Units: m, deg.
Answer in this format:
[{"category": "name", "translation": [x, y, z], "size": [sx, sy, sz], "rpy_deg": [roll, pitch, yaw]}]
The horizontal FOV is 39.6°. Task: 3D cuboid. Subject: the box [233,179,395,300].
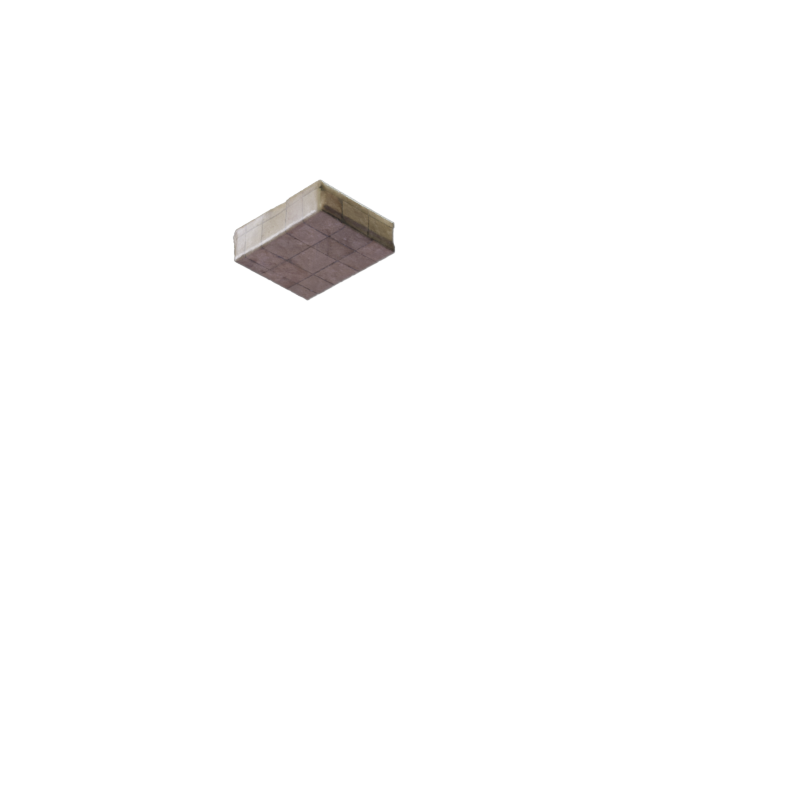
[{"category": "box", "translation": [-0.060, -0.109, 0.765], "size": [0.089, 0.032, 0.068], "rpy_deg": [-24, -36, 37]}]
